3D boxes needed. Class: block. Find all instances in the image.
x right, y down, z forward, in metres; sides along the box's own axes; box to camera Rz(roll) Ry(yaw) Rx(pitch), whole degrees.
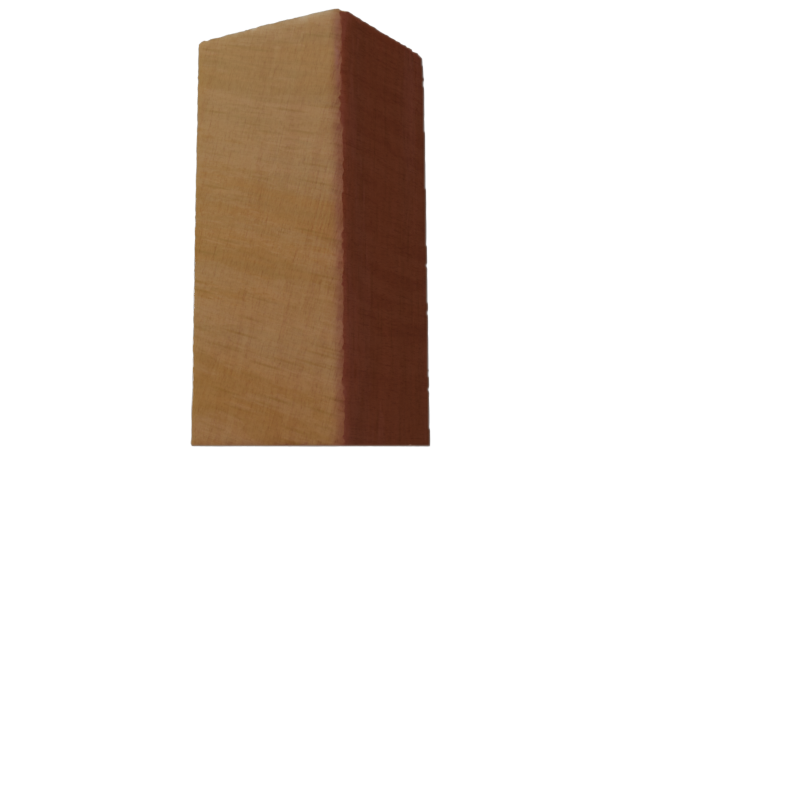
[{"bbox_3d":[-0.044,-0.081,0.567,0.093,0.211,0.086,-6,-11,30],"label":"block"}]
